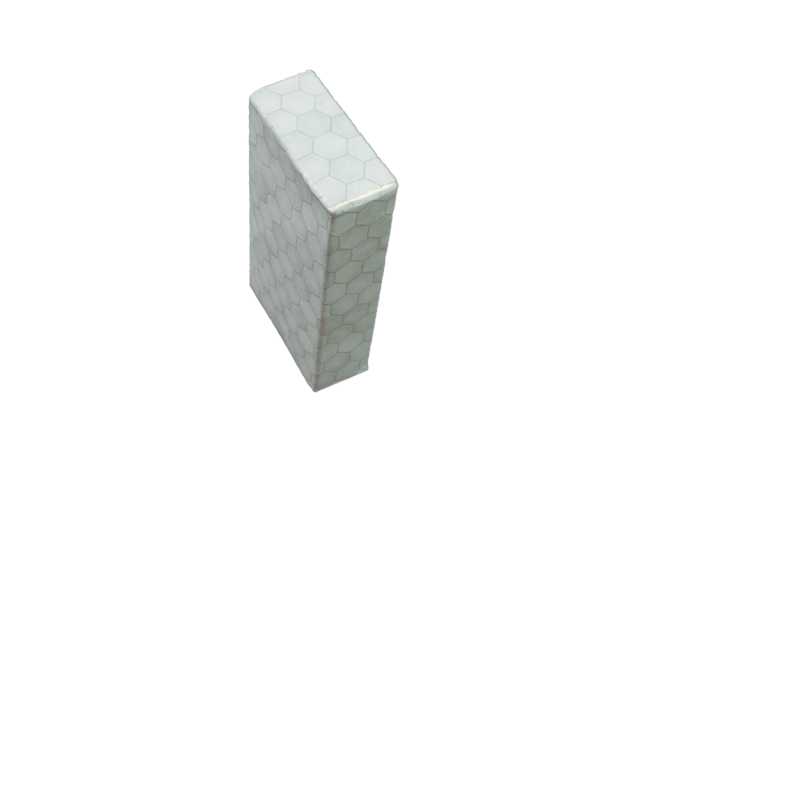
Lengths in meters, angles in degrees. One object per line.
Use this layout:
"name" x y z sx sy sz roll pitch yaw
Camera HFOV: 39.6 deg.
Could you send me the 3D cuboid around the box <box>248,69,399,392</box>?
"box" -0.049 -0.089 0.623 0.048 0.100 0.165 -24 -27 -17
